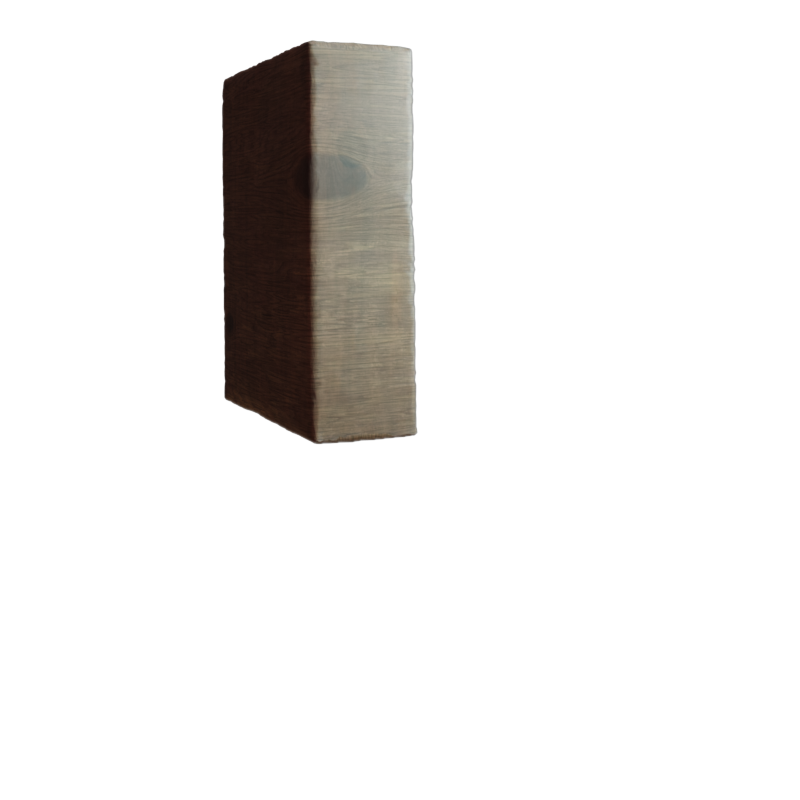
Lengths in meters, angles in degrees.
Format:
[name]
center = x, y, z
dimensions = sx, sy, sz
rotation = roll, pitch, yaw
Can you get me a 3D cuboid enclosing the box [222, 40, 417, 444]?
[box]
center = -0.052, -0.095, 0.665
dimensions = 0.070, 0.213, 0.170
rotation = -1, 4, -24
